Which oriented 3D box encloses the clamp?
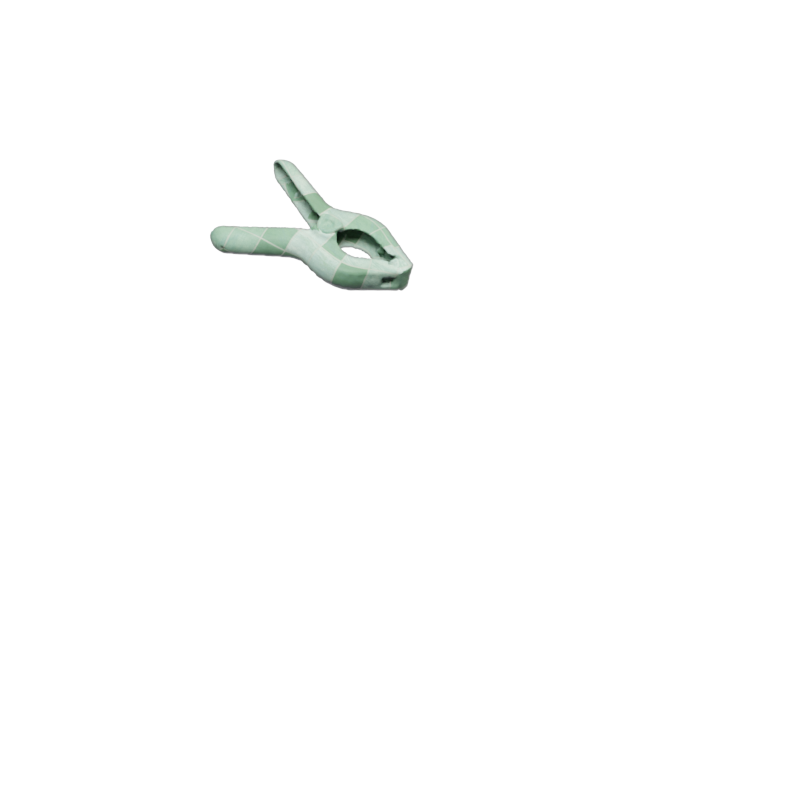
[{"bbox_3d":[-0.075,-0.137,0.957,0.180,0.122,0.037,32,-30,21],"label":"clamp"}]
